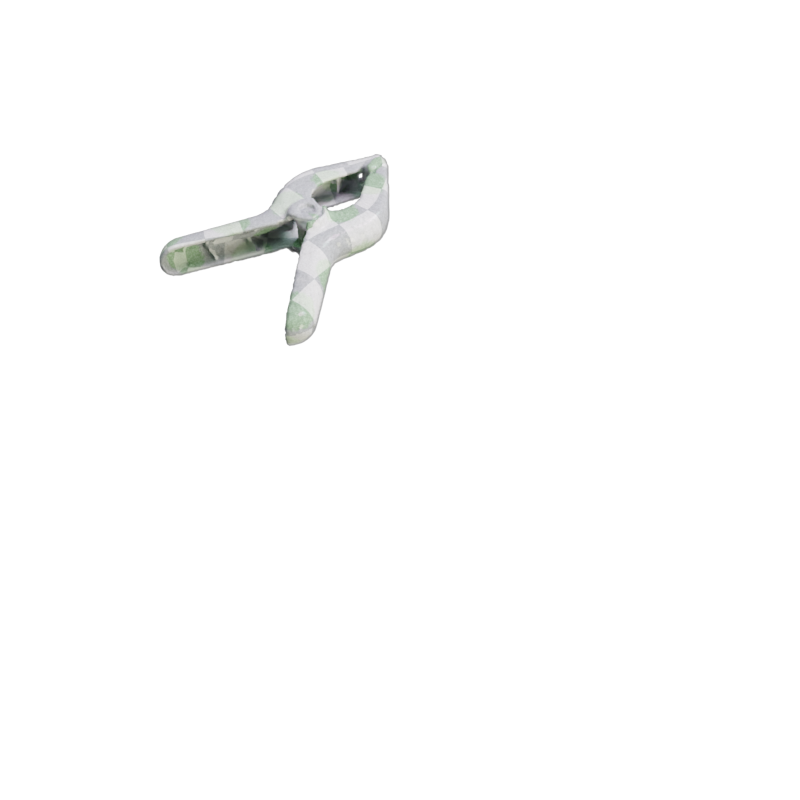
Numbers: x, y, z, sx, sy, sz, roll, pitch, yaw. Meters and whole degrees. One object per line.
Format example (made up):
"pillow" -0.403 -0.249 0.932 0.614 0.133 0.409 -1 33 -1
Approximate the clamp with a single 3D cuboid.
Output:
"clamp" -0.056 -0.103 0.720 0.172 0.036 0.128 -36 59 -26
